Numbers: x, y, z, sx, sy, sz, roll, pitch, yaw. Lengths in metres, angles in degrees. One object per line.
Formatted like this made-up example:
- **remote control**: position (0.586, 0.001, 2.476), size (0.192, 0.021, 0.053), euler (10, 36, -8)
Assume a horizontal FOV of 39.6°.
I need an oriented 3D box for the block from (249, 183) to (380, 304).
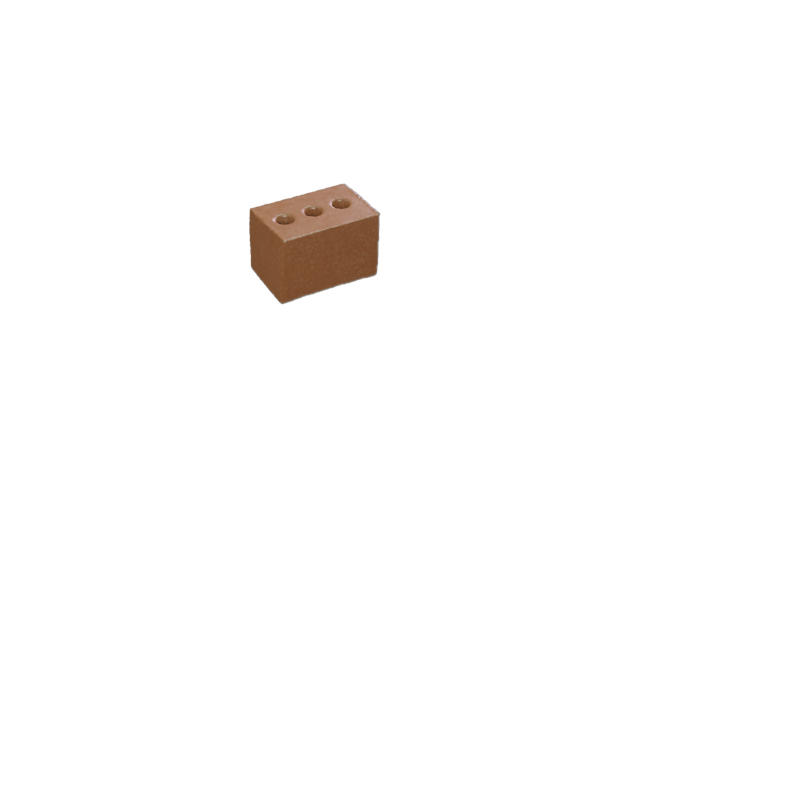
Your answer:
- **block**: position (-0.061, -0.110, 0.773), size (0.077, 0.048, 0.057), euler (-20, 42, -25)
